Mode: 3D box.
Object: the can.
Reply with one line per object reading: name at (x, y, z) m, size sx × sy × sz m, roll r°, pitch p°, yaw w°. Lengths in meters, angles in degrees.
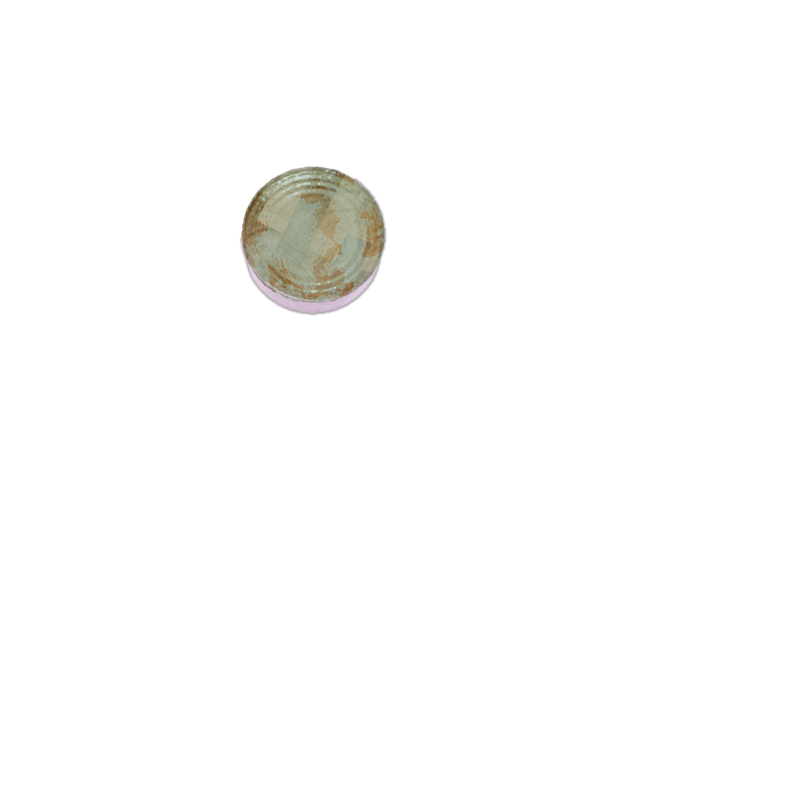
can at (-0.053, -0.096, 0.674) m, size 0.086 × 0.090 × 0.032 m, roll -1°, pitch -17°, yaw -1°
